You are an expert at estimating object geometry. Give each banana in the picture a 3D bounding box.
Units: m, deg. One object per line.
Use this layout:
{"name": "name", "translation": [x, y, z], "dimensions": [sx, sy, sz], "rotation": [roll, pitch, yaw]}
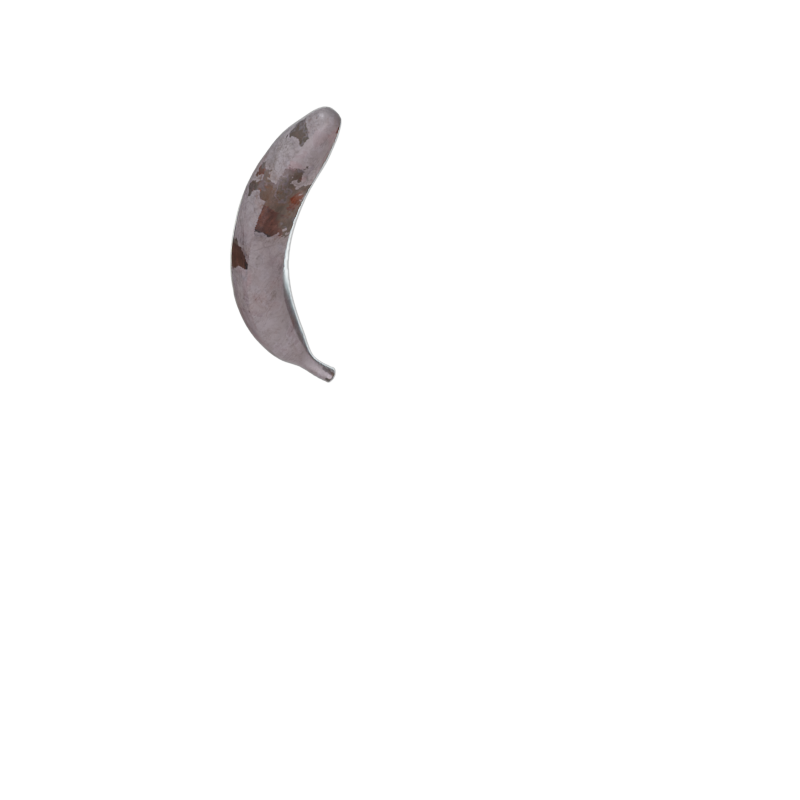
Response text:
{"name": "banana", "translation": [-0.074, -0.097, 0.703], "dimensions": [0.069, 0.185, 0.039], "rotation": [1, 35, -2]}
